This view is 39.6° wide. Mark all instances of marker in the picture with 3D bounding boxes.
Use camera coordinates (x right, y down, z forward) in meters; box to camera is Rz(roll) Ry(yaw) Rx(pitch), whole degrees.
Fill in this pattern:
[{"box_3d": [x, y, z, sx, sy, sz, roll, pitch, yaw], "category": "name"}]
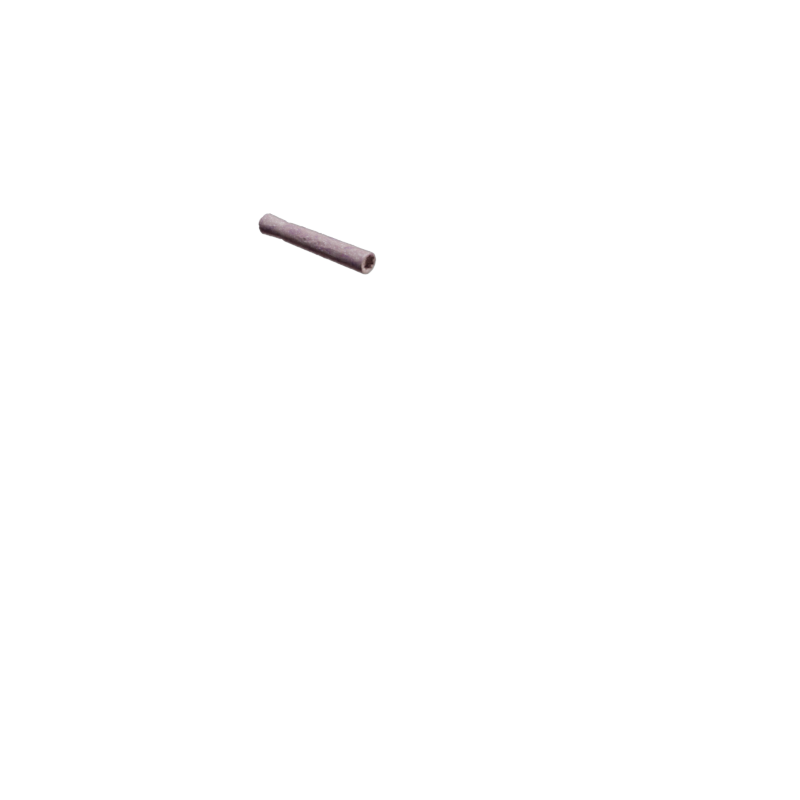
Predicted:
[{"box_3d": [-0.072, -0.131, 0.916, 0.129, 0.019, 0.019, 26, 19, 36], "category": "marker"}]
